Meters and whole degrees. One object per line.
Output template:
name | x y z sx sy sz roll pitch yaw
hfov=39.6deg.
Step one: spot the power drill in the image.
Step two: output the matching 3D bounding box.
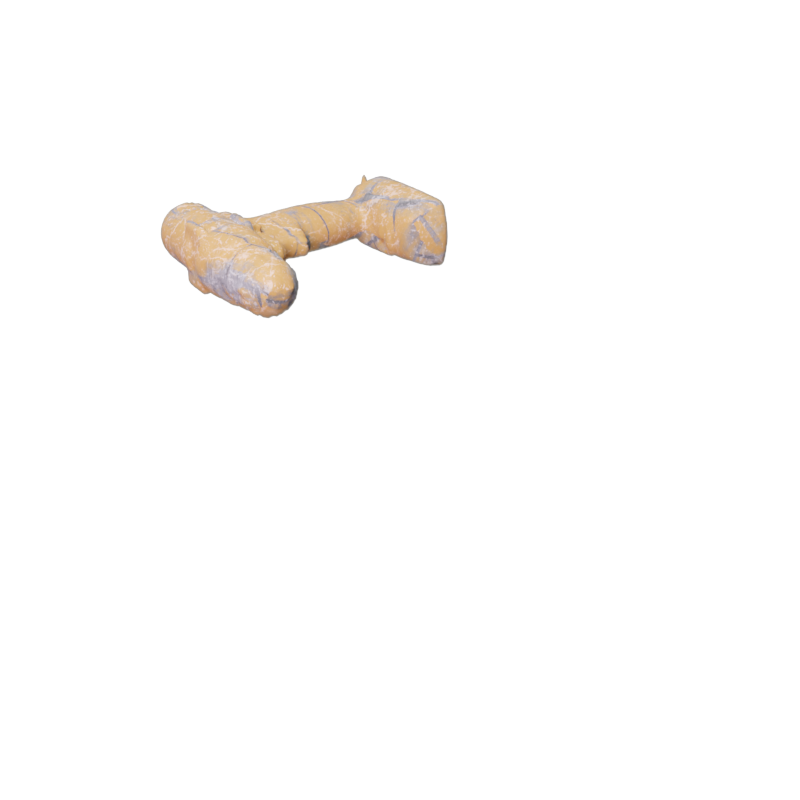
power drill | -0.063 -0.115 0.805 0.184 0.055 0.197 -12 27 -26
